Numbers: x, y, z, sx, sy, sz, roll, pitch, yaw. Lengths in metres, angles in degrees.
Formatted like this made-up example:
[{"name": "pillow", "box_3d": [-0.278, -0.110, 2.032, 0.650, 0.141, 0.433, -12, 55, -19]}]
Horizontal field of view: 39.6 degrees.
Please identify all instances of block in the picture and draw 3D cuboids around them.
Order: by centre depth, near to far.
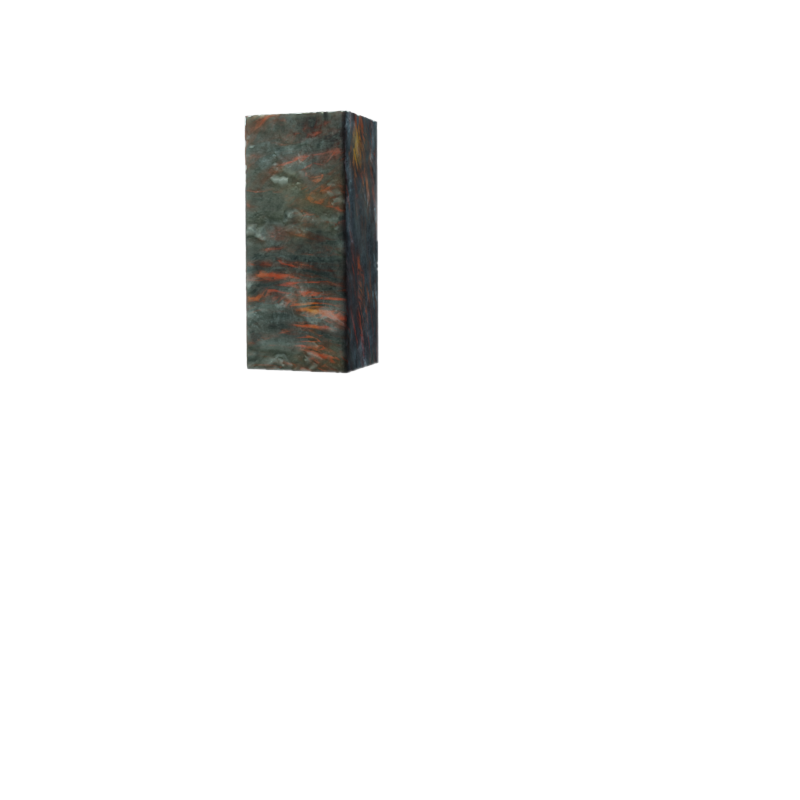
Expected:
[{"name": "block", "box_3d": [-0.073, -0.132, 0.923, 0.093, 0.206, 0.088, 0, 1, 18]}]
